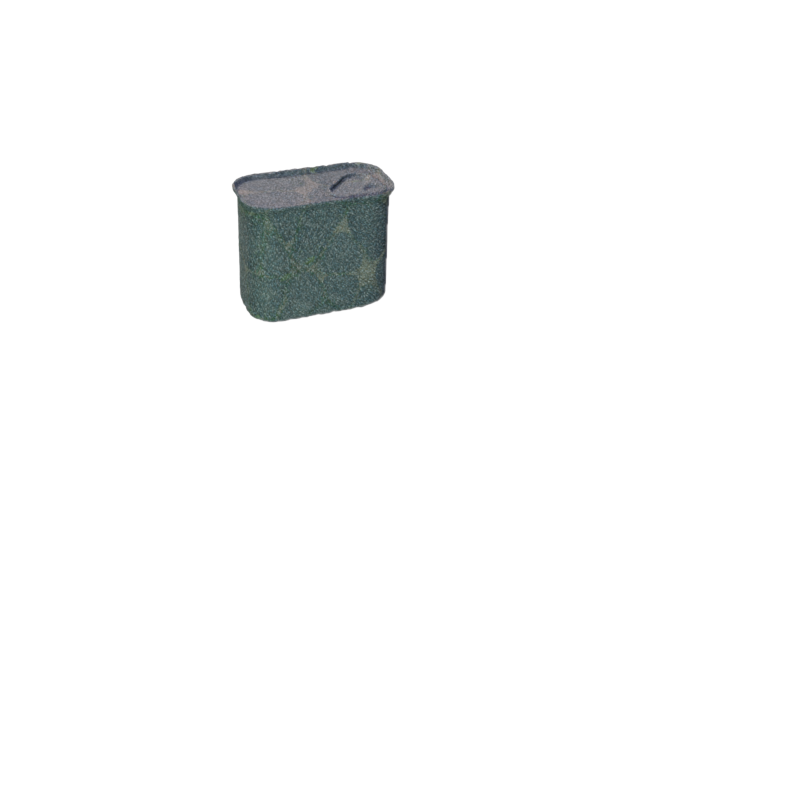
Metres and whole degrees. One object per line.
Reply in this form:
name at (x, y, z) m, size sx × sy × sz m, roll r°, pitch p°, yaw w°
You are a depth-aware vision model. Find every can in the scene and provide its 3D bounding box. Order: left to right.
can at (-0.057, -0.104, 0.730) m, size 0.100 × 0.079 × 0.062 m, roll -10°, pitch 31°, yaw -18°
